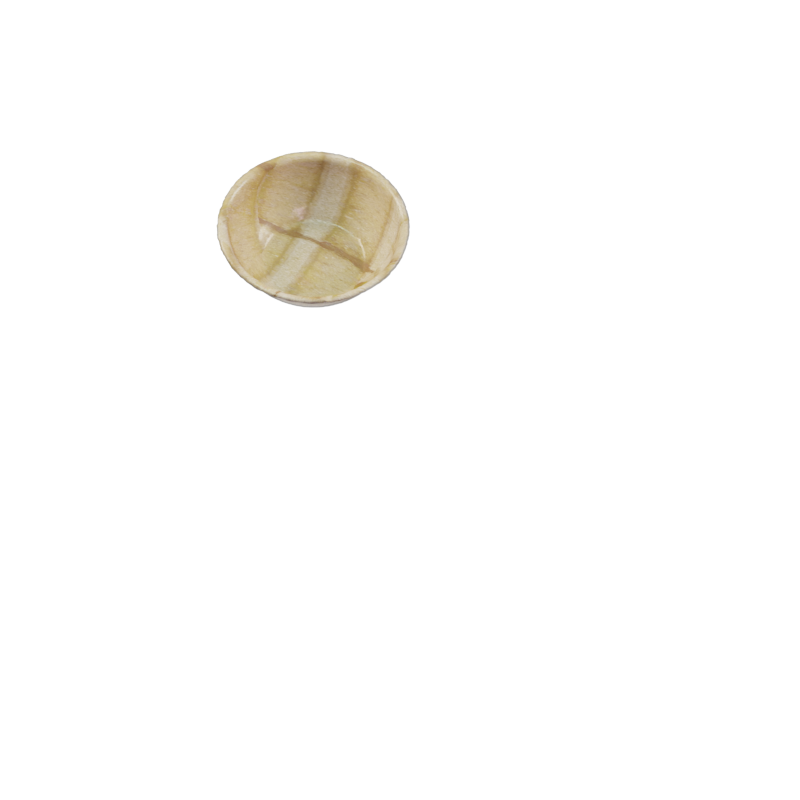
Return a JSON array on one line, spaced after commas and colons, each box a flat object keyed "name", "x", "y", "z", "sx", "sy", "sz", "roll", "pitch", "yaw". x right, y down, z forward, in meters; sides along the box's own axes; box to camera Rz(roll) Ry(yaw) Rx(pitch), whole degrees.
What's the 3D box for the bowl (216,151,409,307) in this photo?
[{"name": "bowl", "x": -0.074, "y": -0.135, "z": 0.947, "sx": 0.162, "sy": 0.173, "sz": 0.051, "roll": -1, "pitch": -35, "yaw": -1}]
